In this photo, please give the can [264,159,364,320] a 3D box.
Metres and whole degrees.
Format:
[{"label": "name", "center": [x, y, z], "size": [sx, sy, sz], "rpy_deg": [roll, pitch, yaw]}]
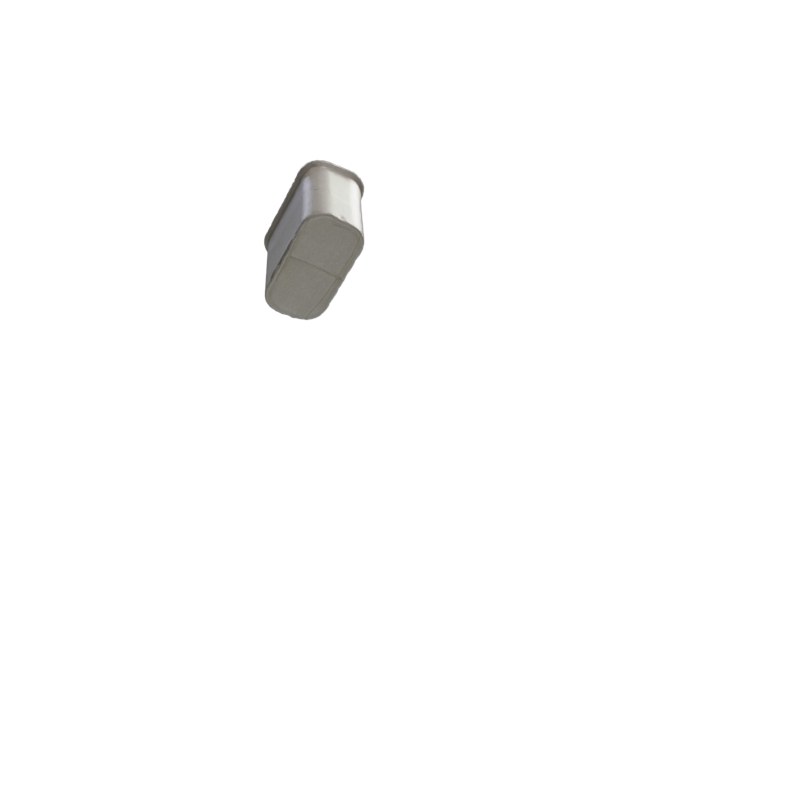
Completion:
[{"label": "can", "center": [-0.069, -0.125, 0.878], "size": [0.056, 0.098, 0.090], "rpy_deg": [22, 32, -18]}]
